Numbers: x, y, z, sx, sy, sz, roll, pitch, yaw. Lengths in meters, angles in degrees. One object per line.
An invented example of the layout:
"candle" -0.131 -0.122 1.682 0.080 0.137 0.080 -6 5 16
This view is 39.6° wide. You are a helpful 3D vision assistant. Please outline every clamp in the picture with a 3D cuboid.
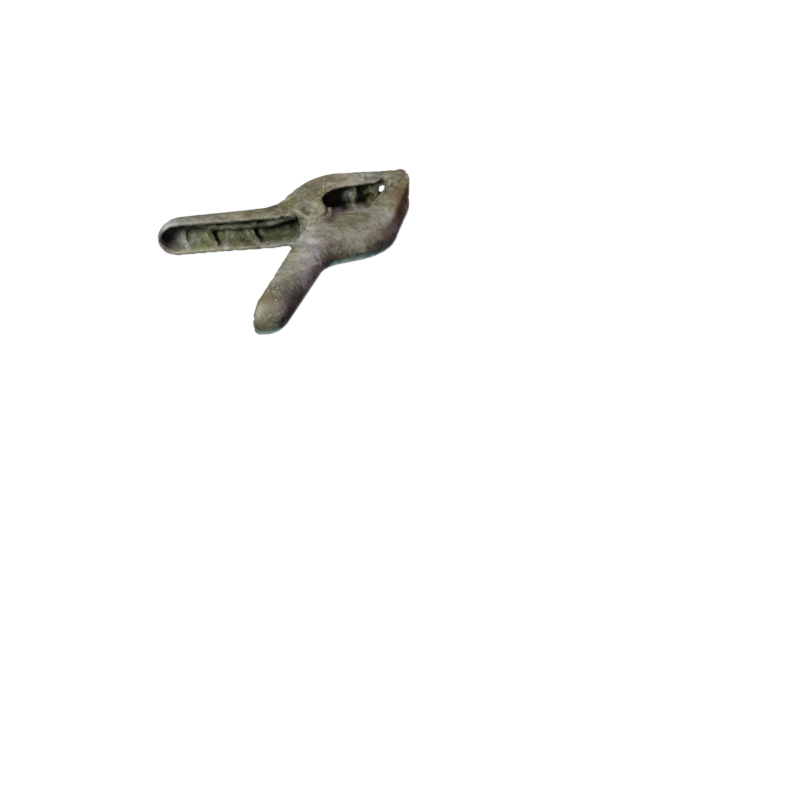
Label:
"clamp" -0.055 -0.101 0.708 0.170 0.036 0.130 -24 51 -21
